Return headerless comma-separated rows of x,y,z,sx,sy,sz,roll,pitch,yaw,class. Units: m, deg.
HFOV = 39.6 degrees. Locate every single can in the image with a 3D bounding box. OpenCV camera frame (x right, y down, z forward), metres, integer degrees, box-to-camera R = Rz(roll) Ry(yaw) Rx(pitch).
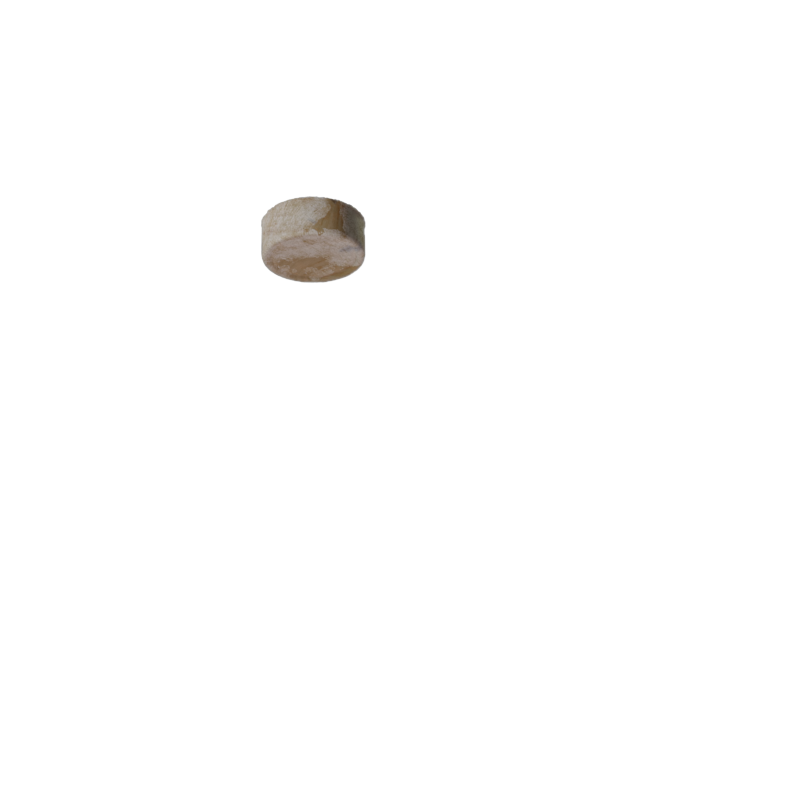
-0.071,-0.129,0.903,0.086,0.036,0.081,1,-24,-2,can
